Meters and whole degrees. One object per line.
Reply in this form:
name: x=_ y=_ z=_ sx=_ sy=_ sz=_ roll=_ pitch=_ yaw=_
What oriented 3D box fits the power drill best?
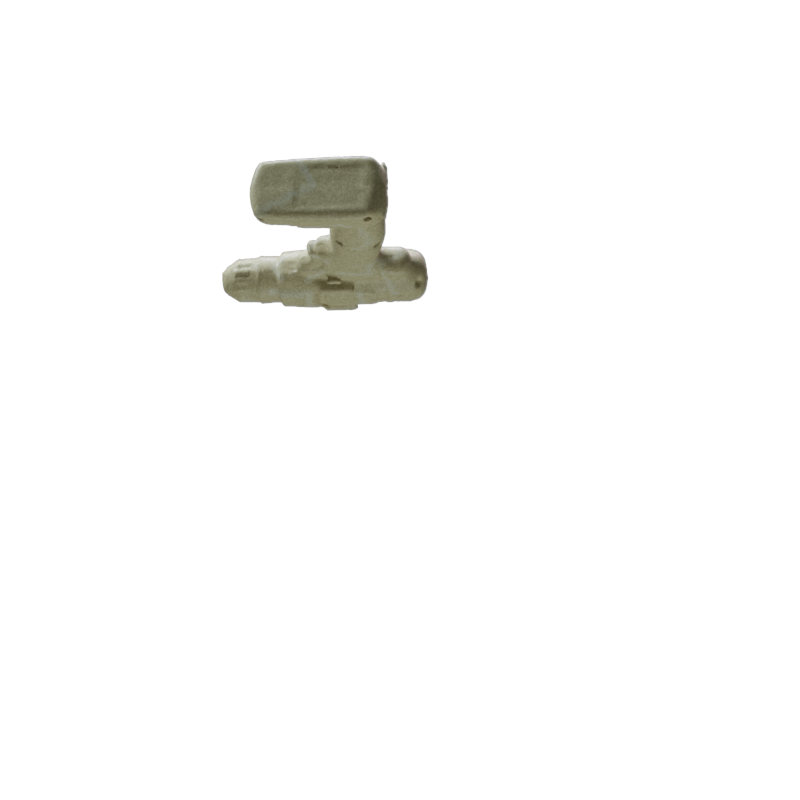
power drill: x=-0.073 y=-0.133 z=0.931 sx=0.186 sy=0.060 sz=0.177 roll=-2 pitch=-20 yaw=5
